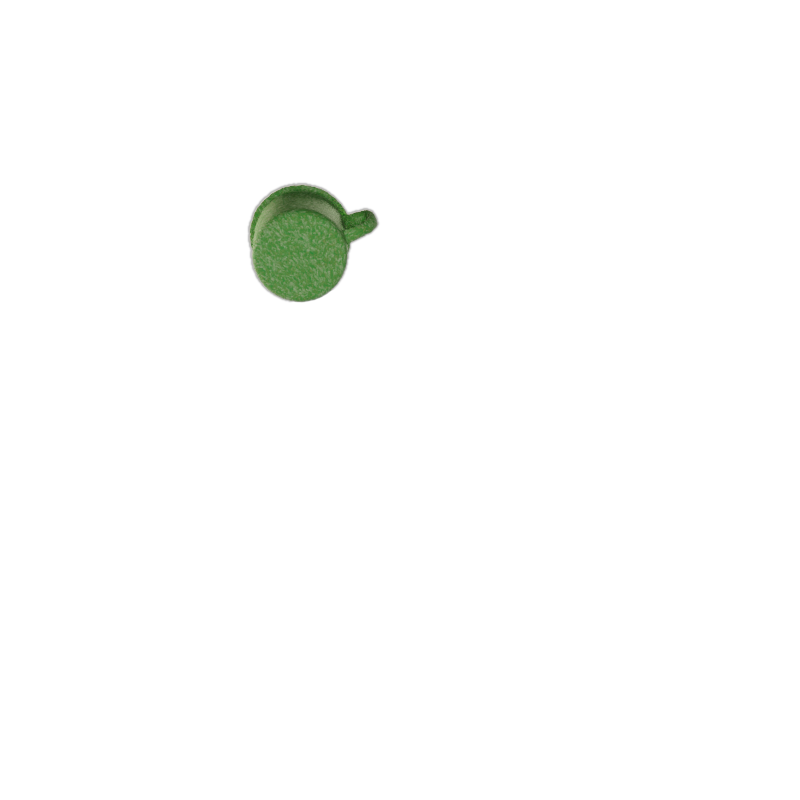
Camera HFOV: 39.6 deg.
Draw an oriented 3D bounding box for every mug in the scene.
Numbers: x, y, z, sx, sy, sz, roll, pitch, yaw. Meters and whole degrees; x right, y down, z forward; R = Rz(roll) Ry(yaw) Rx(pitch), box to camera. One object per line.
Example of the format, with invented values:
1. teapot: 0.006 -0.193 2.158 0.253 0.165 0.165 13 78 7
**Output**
1. mug: -0.075 -0.137 0.963 0.117 0.089 0.085 -16 18 3
